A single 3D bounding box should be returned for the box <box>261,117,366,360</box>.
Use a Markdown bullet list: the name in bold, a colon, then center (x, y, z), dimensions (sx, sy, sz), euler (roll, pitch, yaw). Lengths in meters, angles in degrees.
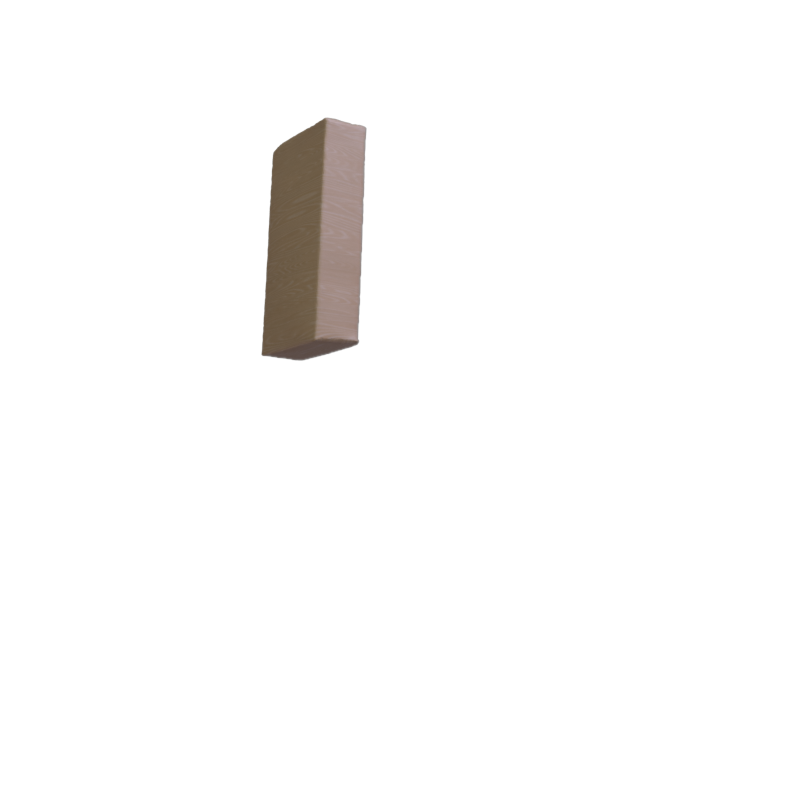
- **box**: center (-0.069, -0.125, 0.876), dimensions (0.046, 0.182, 0.094), euler (8, -15, -32)
